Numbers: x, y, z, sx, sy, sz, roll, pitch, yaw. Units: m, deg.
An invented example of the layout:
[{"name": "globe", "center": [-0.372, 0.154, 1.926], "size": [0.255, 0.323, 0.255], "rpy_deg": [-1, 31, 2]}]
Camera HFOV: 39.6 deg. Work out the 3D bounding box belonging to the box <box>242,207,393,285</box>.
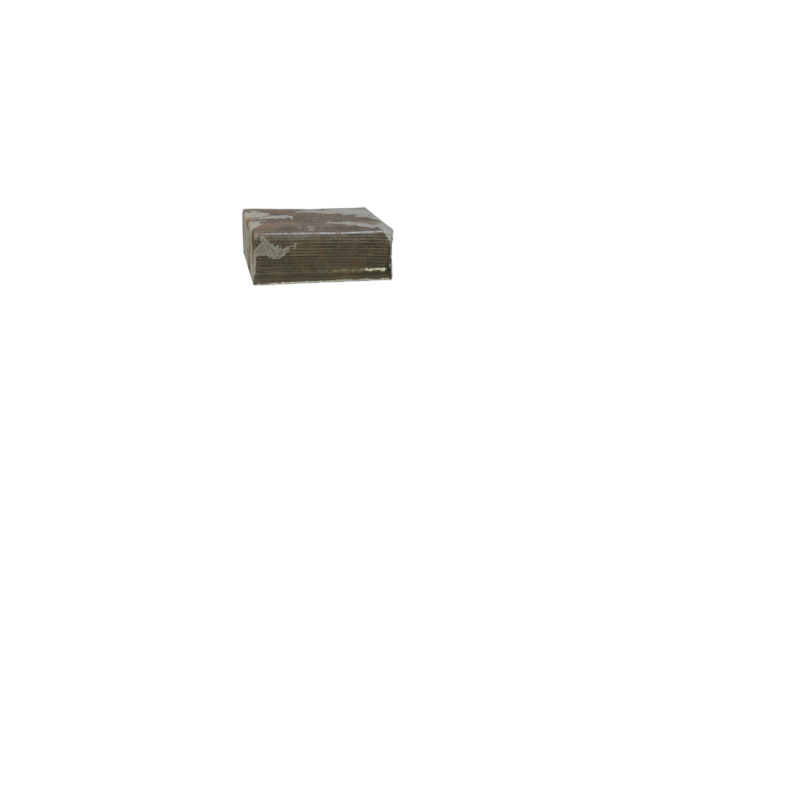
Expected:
[{"name": "box", "center": [-0.047, -0.086, 0.605], "size": [0.072, 0.029, 0.093], "rpy_deg": [-3, 17, -9]}]
